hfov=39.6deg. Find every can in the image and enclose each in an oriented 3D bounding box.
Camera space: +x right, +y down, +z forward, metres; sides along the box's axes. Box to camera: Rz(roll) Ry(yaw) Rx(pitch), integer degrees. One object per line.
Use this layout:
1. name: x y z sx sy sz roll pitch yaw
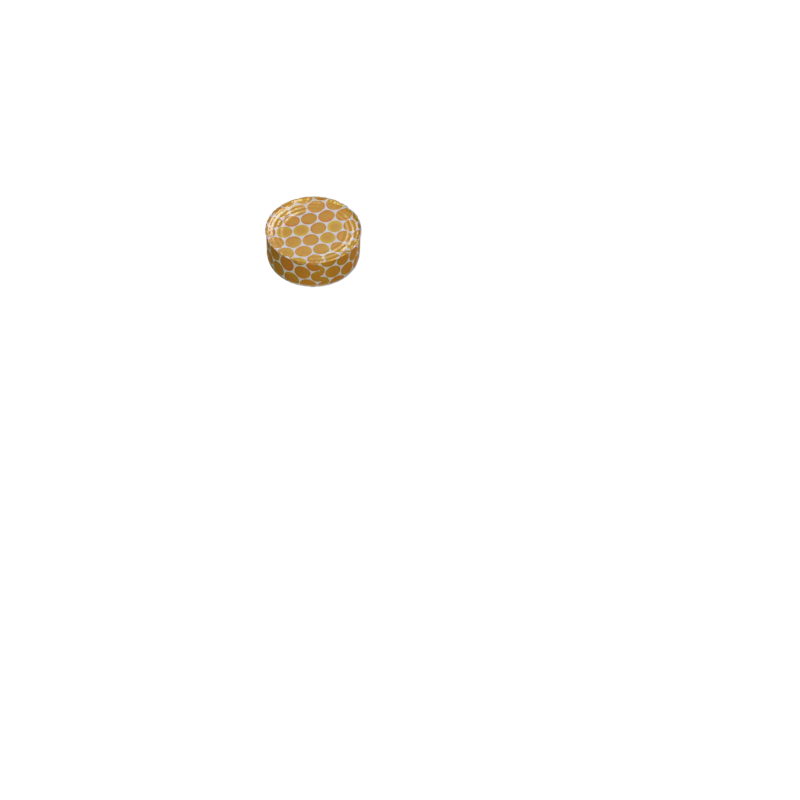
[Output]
1. can: -0.078 -0.142 0.995 0.086 0.092 0.031 -1 -42 -1
